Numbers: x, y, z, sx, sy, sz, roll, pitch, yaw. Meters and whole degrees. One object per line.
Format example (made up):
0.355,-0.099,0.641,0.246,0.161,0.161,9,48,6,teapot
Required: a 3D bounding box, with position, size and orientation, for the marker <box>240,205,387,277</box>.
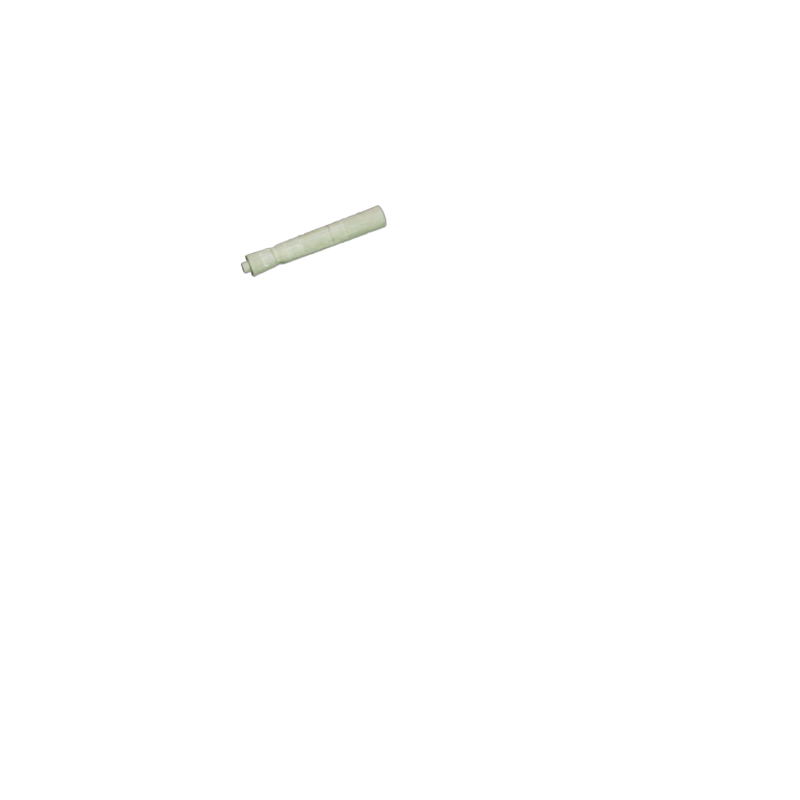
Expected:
-0.069,-0.126,0.880,0.120,0.019,0.020,-22,9,-11,marker
